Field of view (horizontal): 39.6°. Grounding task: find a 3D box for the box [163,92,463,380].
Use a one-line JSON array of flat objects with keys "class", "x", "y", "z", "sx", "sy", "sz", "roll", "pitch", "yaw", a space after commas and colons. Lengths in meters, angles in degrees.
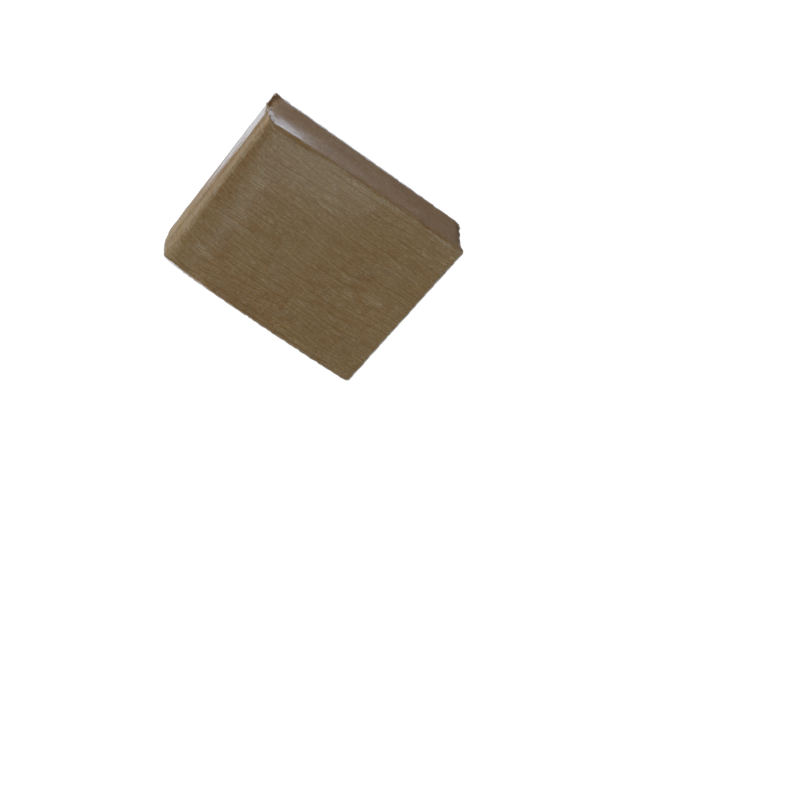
[{"class": "box", "x": -0.041, "y": -0.074, "z": 0.522, "sx": 0.109, "sy": 0.088, "sz": 0.041, "roll": 34, "pitch": 23, "yaw": -17}]
